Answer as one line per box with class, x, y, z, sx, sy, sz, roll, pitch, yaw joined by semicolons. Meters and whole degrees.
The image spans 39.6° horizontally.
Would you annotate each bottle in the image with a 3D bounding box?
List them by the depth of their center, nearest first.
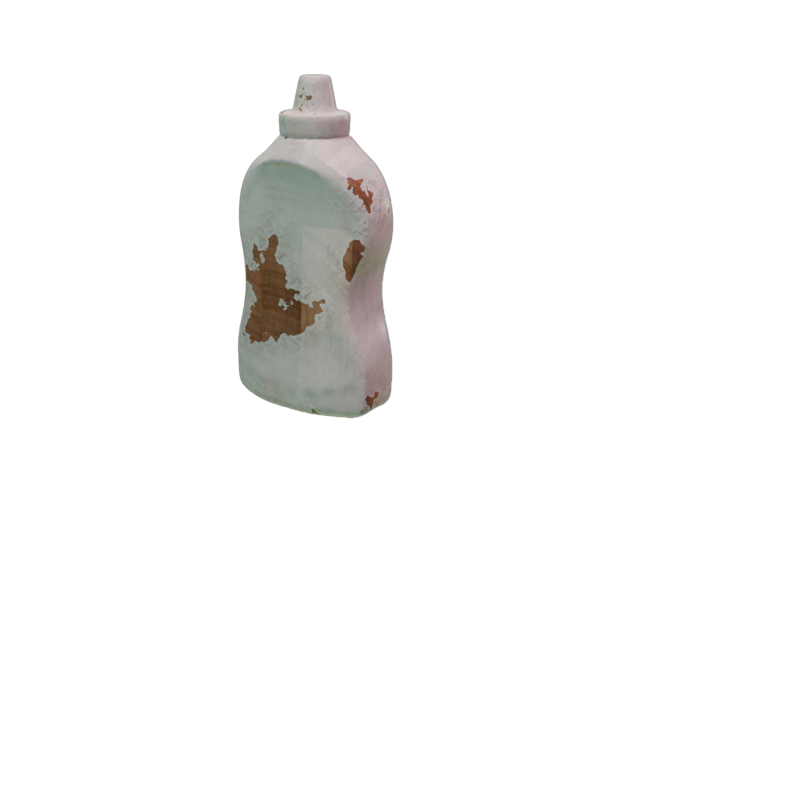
bottle;-0.050;-0.092;0.643;0.101;0.185;0.057;12;18;35
